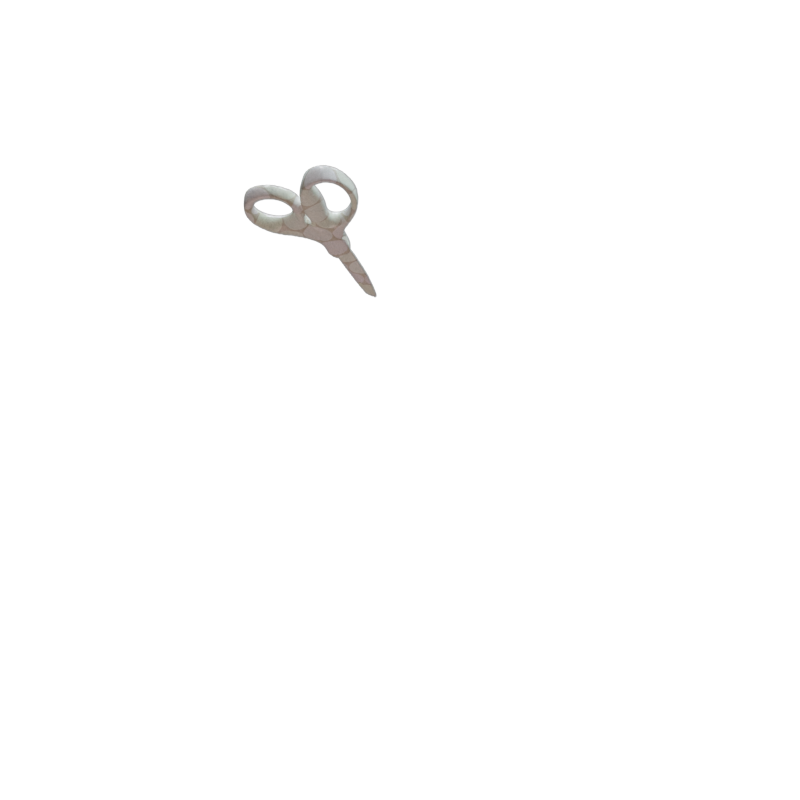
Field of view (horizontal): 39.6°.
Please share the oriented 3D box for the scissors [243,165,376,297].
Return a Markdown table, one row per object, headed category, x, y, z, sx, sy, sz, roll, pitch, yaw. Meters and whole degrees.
| category | x | y | z | sx | sy | sz | roll | pitch | yaw |
| --- | --- | --- | --- | --- | --- | --- | --- | --- | --- |
| scissors | -0.070 | -0.127 | 0.892 | 0.096 | 0.017 | 0.190 | -1 | -24 | 1 |
